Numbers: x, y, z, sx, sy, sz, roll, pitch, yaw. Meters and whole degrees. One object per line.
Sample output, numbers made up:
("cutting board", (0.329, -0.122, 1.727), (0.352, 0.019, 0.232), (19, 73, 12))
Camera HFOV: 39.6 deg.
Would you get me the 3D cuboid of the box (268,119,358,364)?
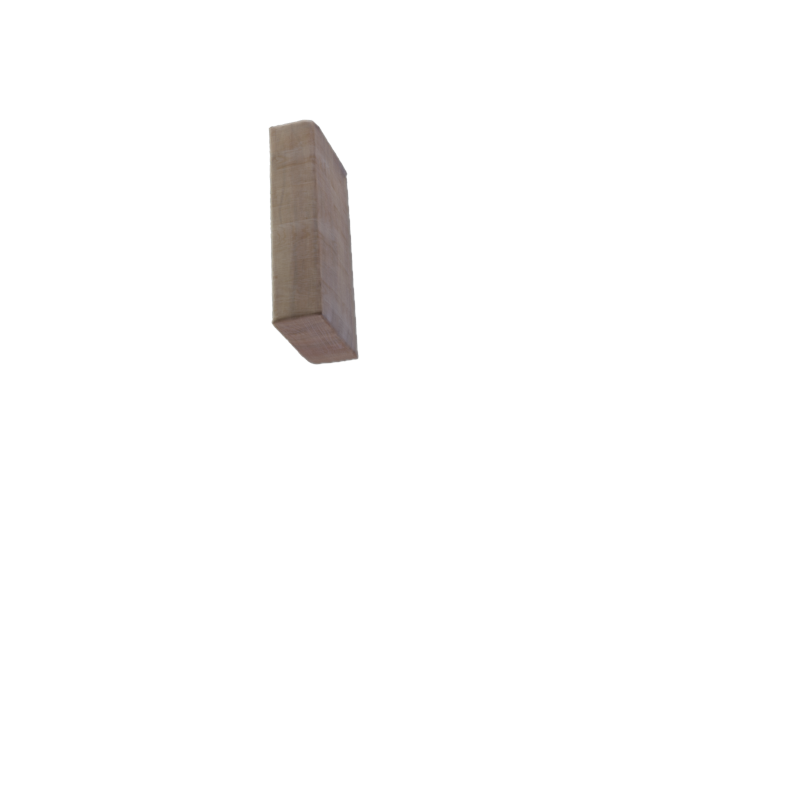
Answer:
("box", (-0.069, -0.126, 0.881), (0.049, 0.187, 0.087), (-9, -26, 14))
